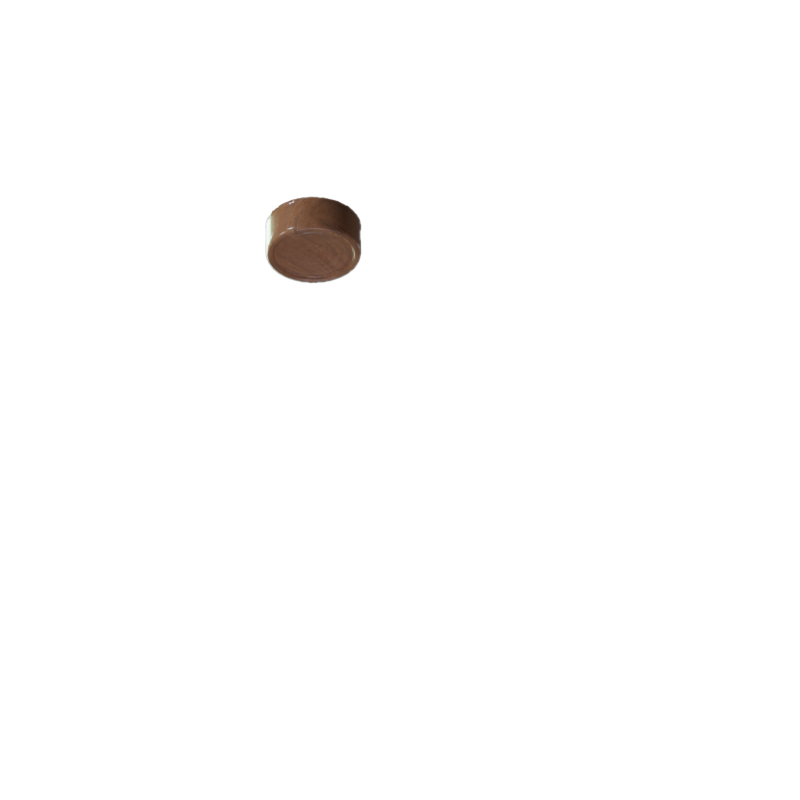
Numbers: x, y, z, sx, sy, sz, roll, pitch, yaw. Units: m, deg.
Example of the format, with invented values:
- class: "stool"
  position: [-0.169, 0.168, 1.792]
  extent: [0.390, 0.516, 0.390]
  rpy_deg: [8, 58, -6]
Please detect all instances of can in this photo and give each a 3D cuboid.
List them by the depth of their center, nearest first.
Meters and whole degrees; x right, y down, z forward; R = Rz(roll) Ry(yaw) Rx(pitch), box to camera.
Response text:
- class: "can"
  position: [-0.077, -0.140, 0.981]
  extent: [0.086, 0.036, 0.080]
  rpy_deg: [1, -32, -2]
